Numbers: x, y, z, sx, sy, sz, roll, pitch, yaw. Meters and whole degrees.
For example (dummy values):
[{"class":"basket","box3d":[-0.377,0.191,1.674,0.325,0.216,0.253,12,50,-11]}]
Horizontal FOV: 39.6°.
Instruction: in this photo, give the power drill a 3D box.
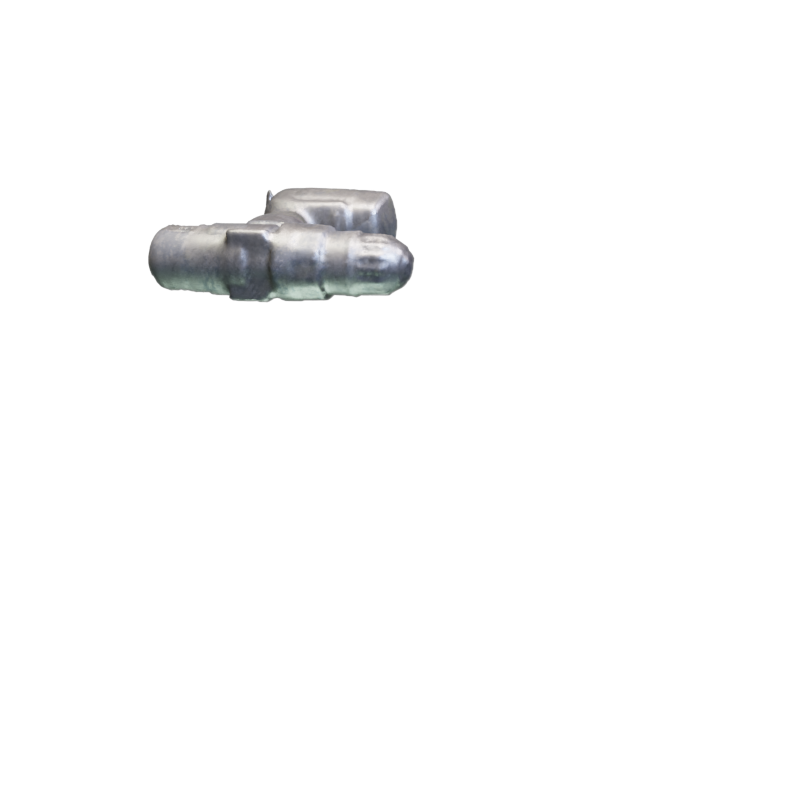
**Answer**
[{"class":"power drill","box3d":[-0.063,-0.114,0.799,0.189,0.056,0.189,5,17,17]}]
